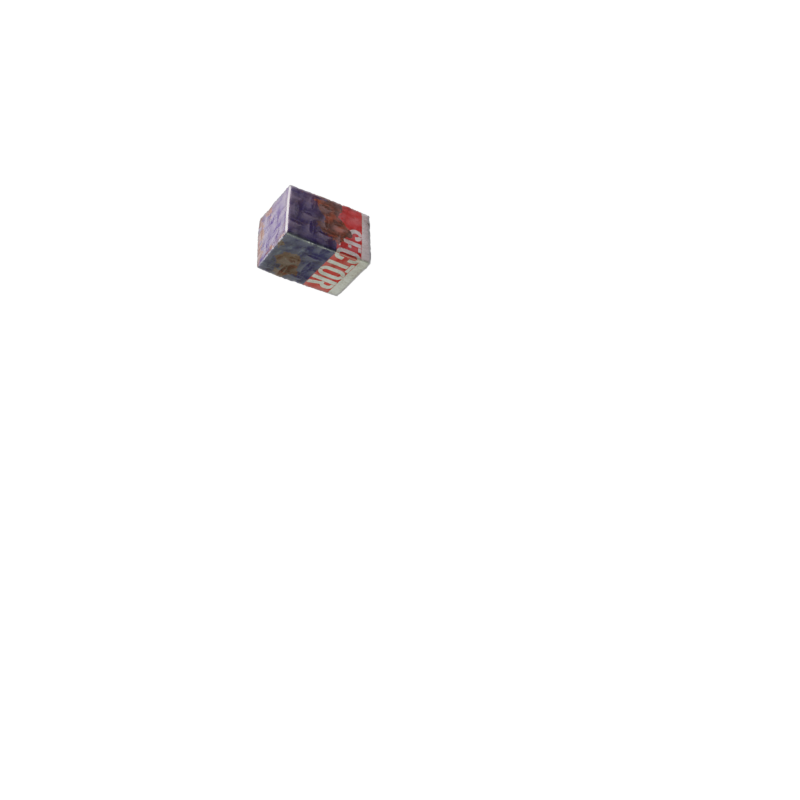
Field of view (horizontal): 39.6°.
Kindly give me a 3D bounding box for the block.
[{"bbox_3d":[-0.069,-0.127,0.887,0.074,0.055,0.051,19,-40,-26],"label":"block"}]
